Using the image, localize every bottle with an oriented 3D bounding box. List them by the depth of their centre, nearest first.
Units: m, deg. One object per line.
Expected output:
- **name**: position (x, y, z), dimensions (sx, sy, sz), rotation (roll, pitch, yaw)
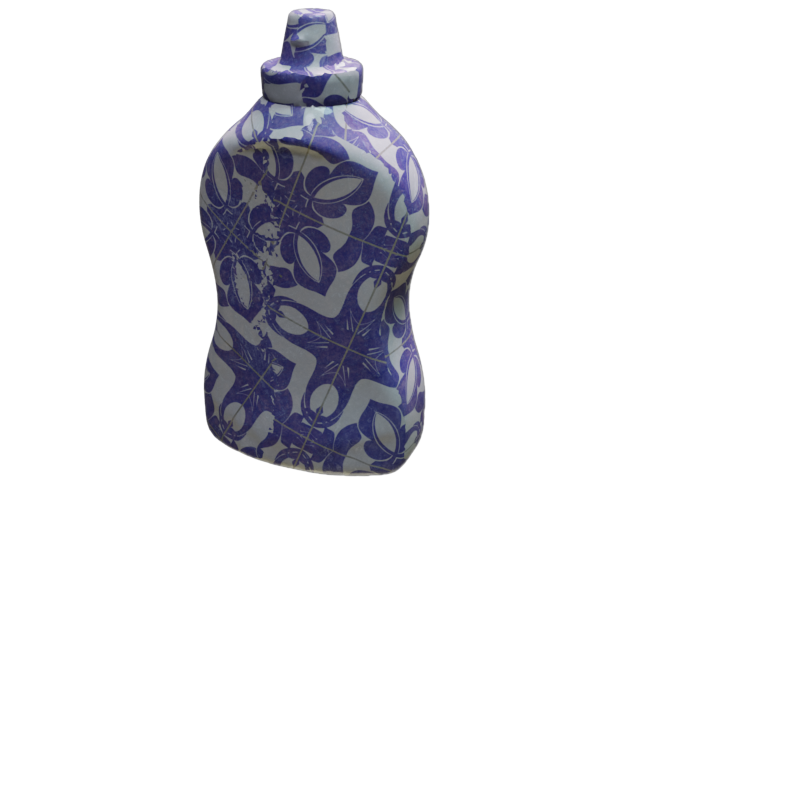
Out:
- **bottle**: position (-0.037, -0.066, 0.464), dimensions (0.099, 0.183, 0.059), rotation (10, 23, 21)
